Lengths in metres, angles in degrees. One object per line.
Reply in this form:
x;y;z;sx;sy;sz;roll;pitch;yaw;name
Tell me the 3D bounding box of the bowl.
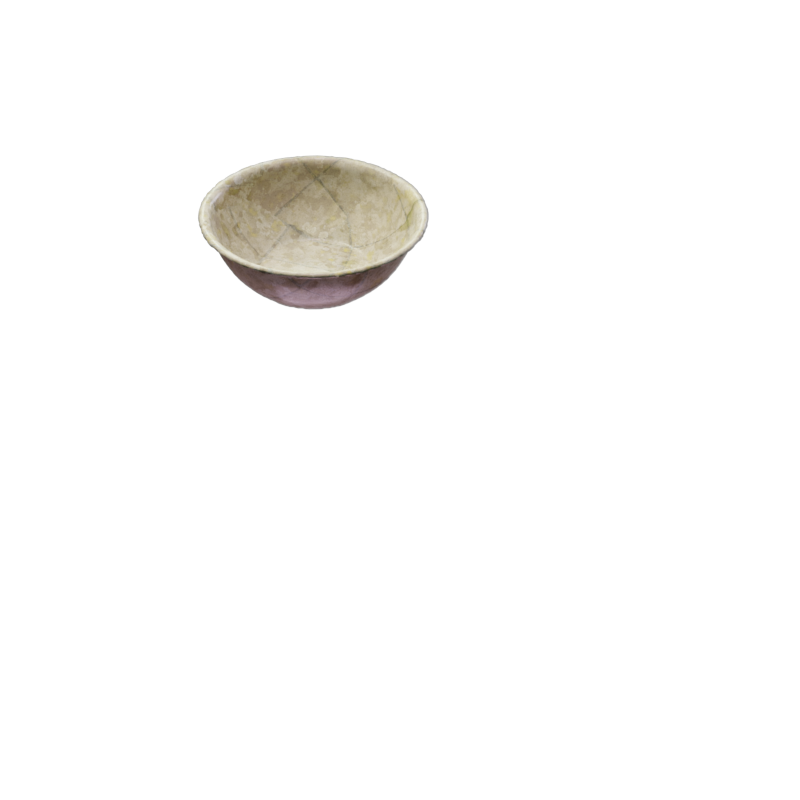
-0.062;-0.113;0.793;0.162;0.051;0.173;-1;38;-2;bowl
